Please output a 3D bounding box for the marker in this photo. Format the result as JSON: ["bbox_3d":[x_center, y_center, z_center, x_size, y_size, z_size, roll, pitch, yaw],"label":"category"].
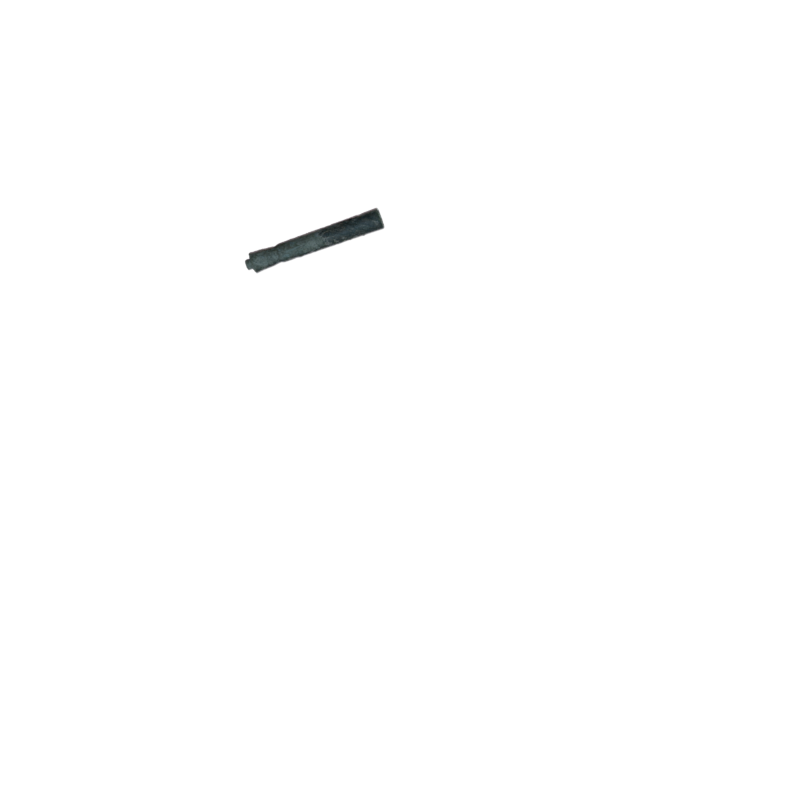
[{"bbox_3d":[-0.073,-0.133,0.932,0.121,0.020,0.020,-18,2,7],"label":"marker"}]
